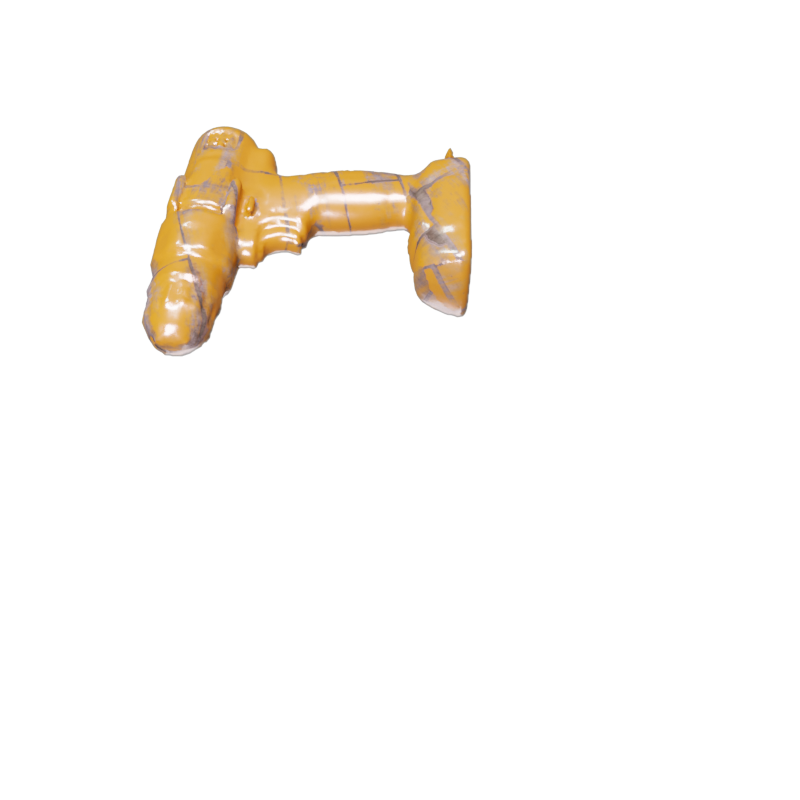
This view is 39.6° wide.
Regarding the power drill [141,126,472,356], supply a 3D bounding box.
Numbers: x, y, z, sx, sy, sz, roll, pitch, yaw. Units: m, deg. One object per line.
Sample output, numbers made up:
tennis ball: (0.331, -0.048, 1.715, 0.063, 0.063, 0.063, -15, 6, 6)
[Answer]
power drill: (-0.052, -0.095, 0.665, 0.189, 0.197, 0.053, 4, -42, 3)
